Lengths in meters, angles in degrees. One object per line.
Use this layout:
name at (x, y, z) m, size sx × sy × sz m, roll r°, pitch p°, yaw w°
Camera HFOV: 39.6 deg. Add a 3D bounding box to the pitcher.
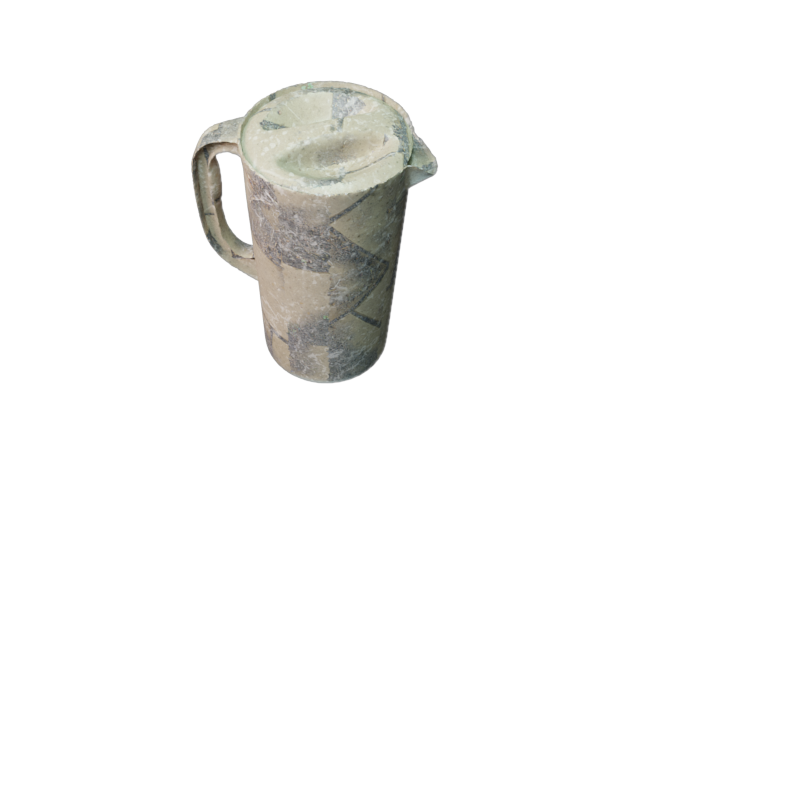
pitcher at (-0.070, -0.129, 0.900) m, size 0.145 × 0.226 × 0.160 m, roll -28°, pitch 56°, yaw -25°
